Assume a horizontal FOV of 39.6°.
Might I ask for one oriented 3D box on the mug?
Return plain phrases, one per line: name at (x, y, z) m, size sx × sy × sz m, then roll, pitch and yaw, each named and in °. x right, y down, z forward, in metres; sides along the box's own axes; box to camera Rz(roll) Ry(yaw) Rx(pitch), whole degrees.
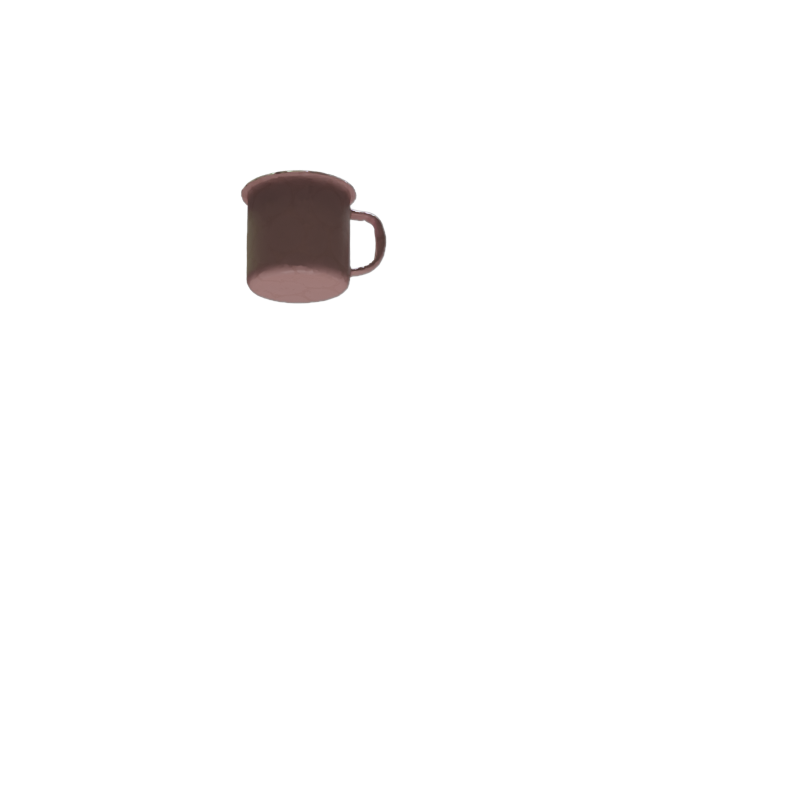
mug at (-0.069, -0.126, 0.881) m, size 0.115 × 0.085 × 0.091 m, roll 3°, pitch -18°, yaw -11°
